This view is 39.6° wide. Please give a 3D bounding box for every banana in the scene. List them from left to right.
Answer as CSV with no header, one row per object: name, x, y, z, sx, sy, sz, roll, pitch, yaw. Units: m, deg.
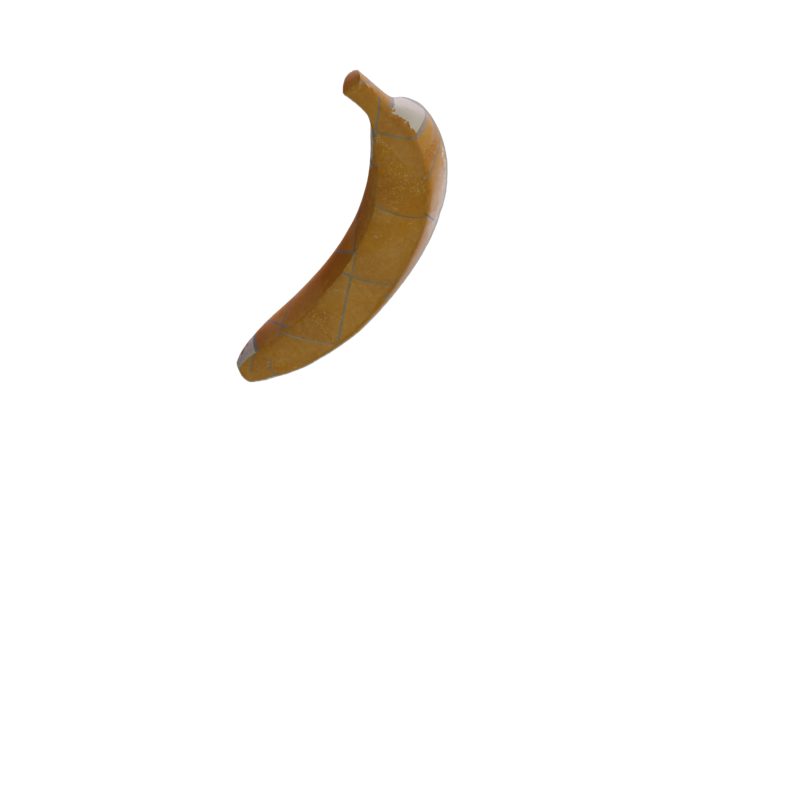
banana,-0.023,-0.076,0.537,0.068,0.039,0.188,14,-48,-14
